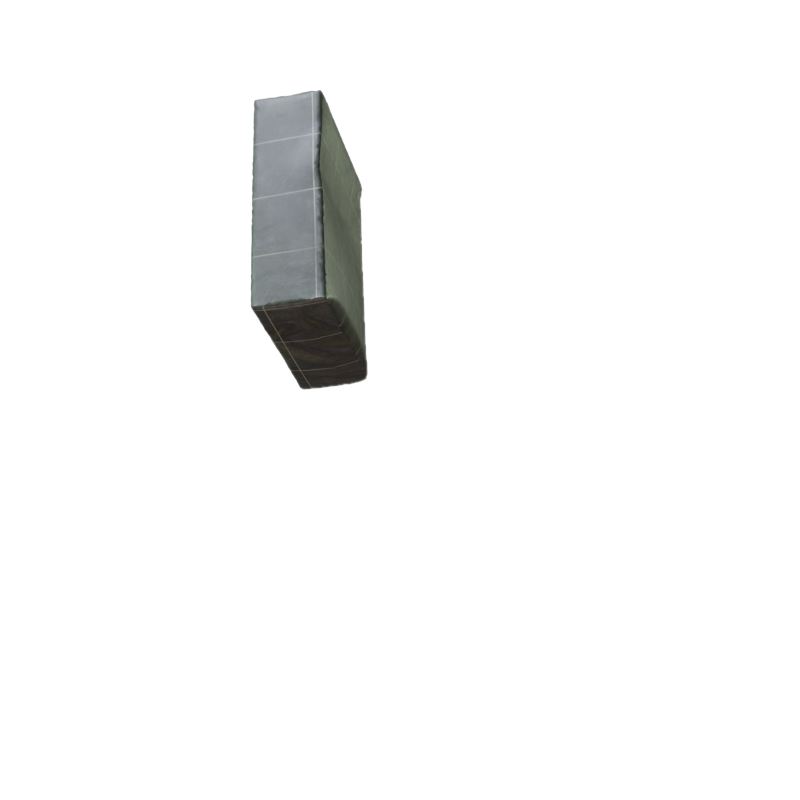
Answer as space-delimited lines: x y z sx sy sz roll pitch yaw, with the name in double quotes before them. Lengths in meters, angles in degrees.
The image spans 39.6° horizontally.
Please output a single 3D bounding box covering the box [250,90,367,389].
"box" -0.077 -0.141 0.985 0.072 0.228 0.152 -8 -29 9
